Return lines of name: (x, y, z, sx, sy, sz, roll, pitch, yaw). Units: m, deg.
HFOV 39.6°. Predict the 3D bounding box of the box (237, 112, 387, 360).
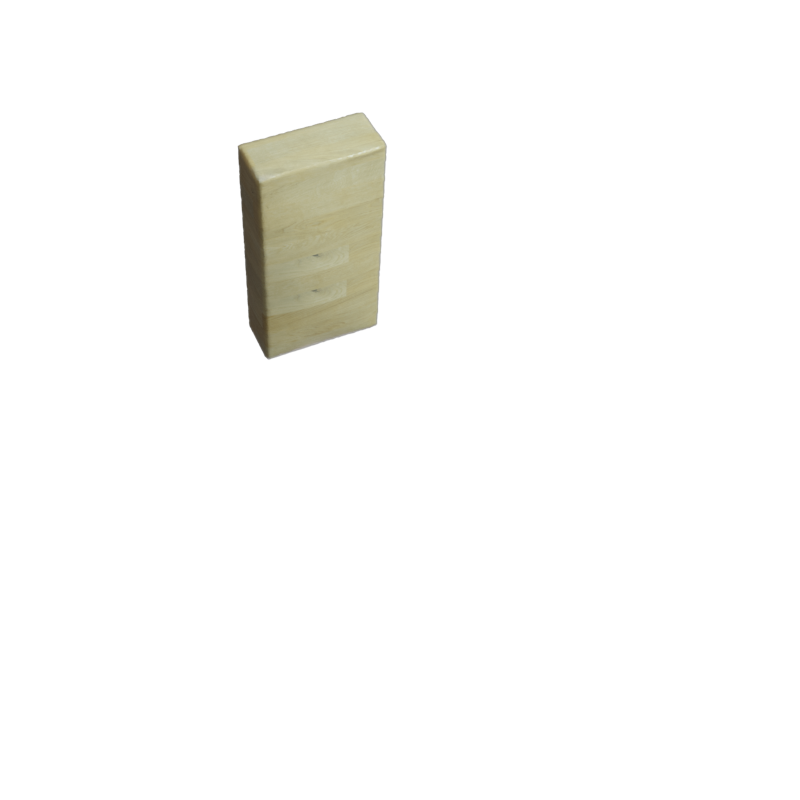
box: (-0.061, -0.110, 0.775, 0.092, 0.052, 0.164, -18, -35, -17)
